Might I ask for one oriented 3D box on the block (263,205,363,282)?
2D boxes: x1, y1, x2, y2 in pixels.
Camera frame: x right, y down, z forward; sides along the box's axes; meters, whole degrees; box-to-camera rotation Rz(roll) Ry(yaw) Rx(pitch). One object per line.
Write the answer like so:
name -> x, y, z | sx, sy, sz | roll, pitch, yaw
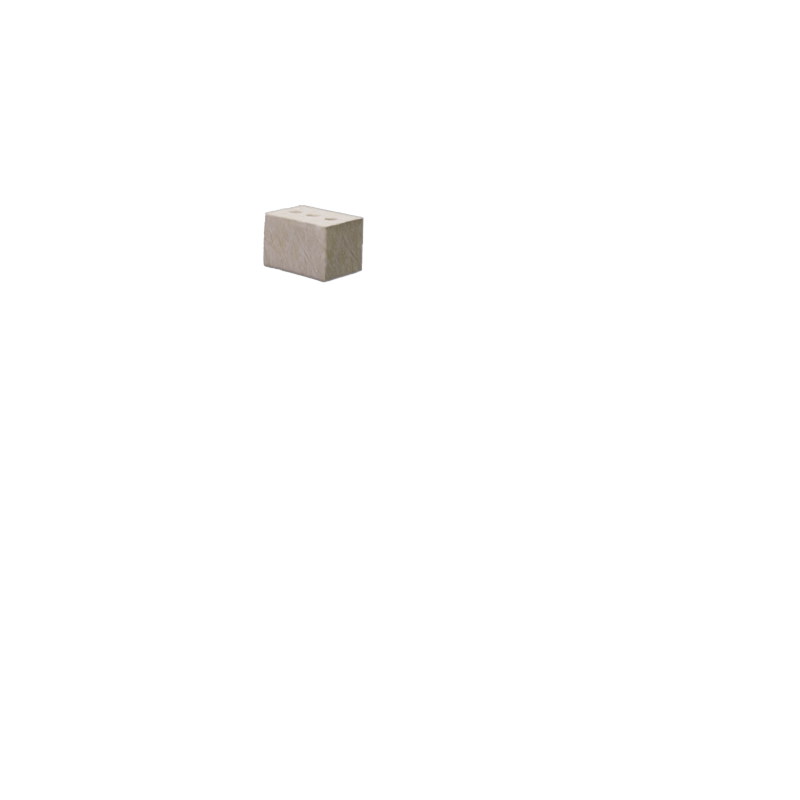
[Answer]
block -> -0.078, -0.142, 0.996 | 0.082, 0.049, 0.052 | 17, 24, 38
